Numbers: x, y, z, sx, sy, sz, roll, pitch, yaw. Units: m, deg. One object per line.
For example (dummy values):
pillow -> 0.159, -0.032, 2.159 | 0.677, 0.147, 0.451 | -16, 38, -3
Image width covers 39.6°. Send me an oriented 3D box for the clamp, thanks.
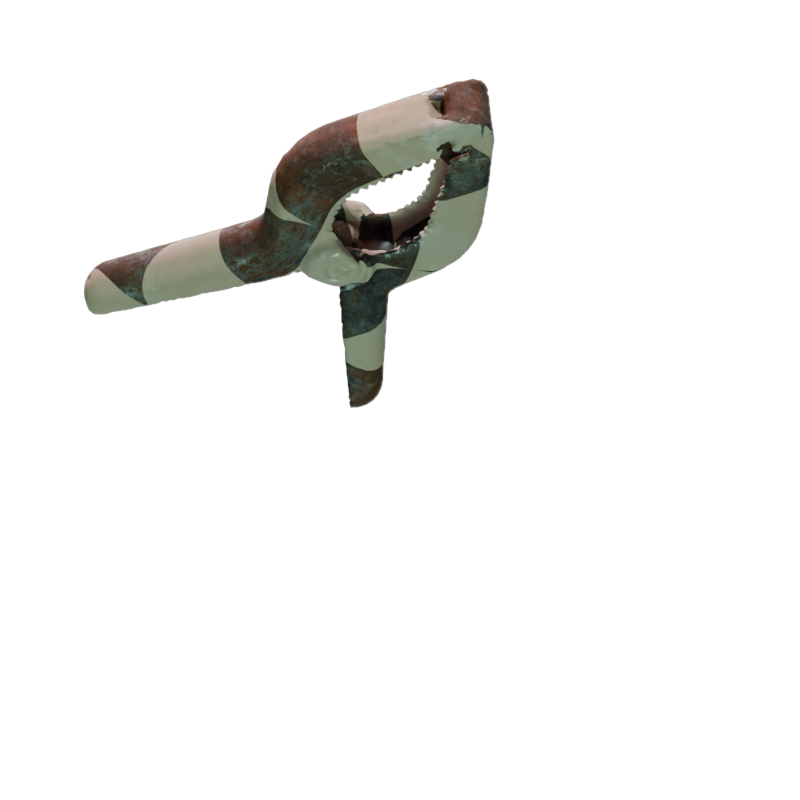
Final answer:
clamp -> -0.039, -0.071, 0.496 | 0.158, 0.039, 0.204 | 17, -38, -23
